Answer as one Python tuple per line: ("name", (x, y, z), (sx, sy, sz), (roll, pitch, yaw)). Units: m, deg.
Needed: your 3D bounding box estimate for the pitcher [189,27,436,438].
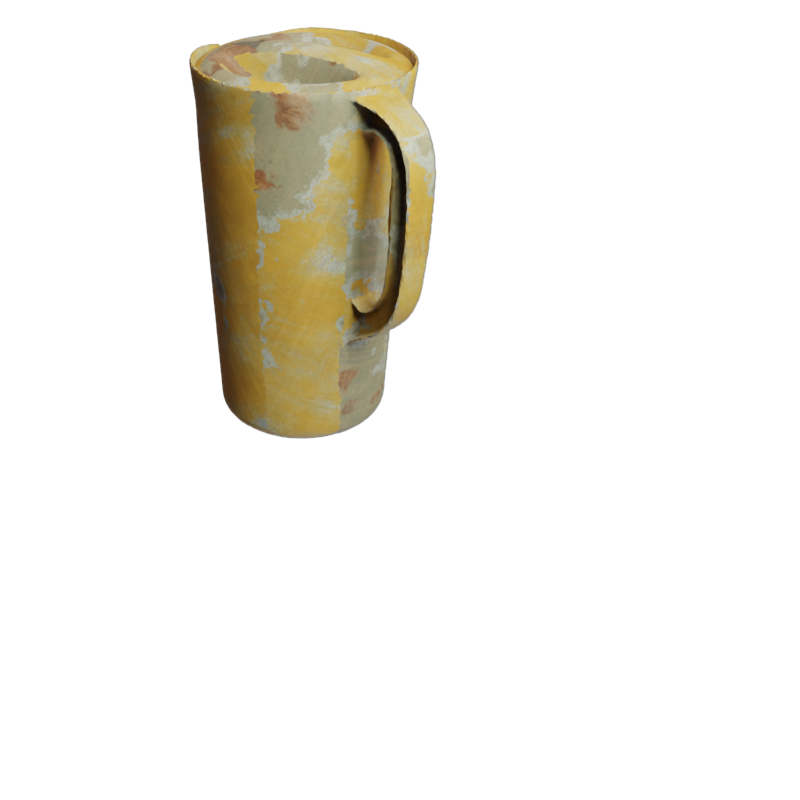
("pitcher", (-0.053, -0.097, 0.682), (0.146, 0.229, 0.157), (3, 29, 3))
